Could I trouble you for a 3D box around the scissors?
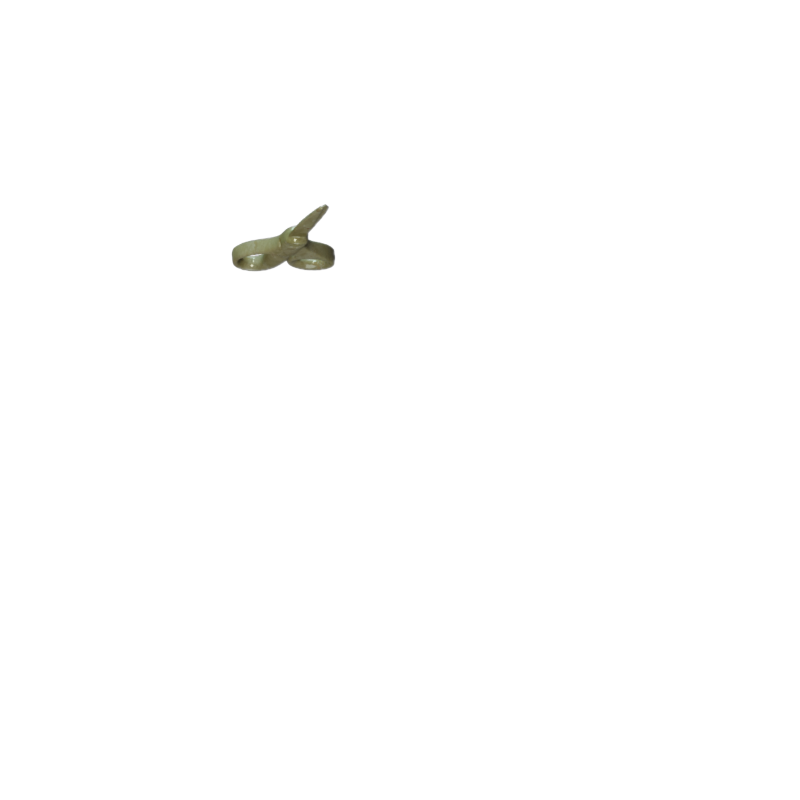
[{"bbox_3d":[-0.070,-0.127,0.889,0.092,0.016,0.205,3,-6,-31],"label":"scissors"}]
